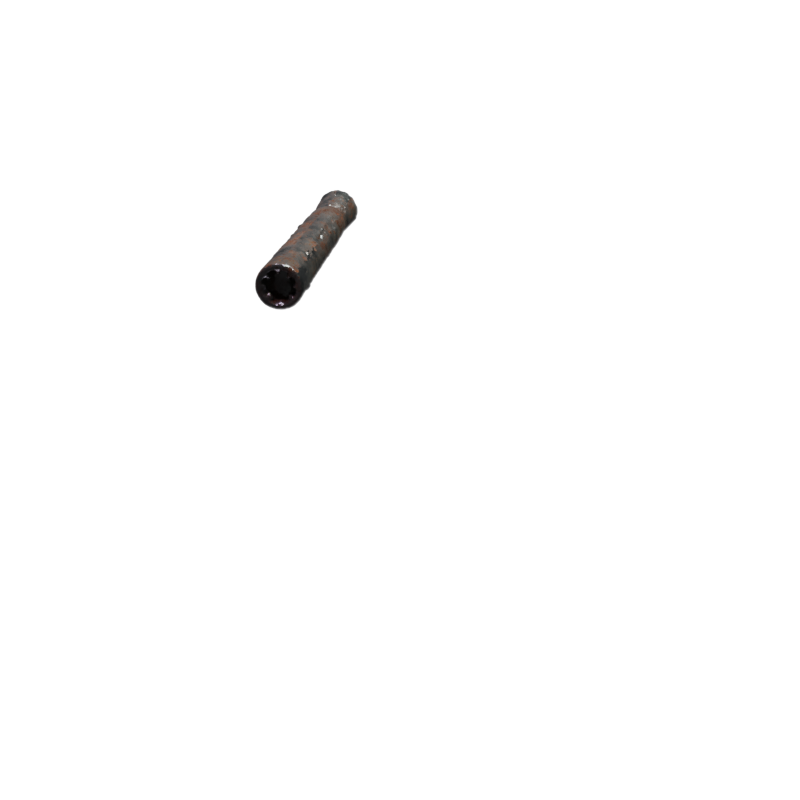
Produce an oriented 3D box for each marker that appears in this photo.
[{"bbox_3d":[-0.037,-0.068,0.475,0.020,0.019,0.125,0,24,9],"label":"marker"}]
